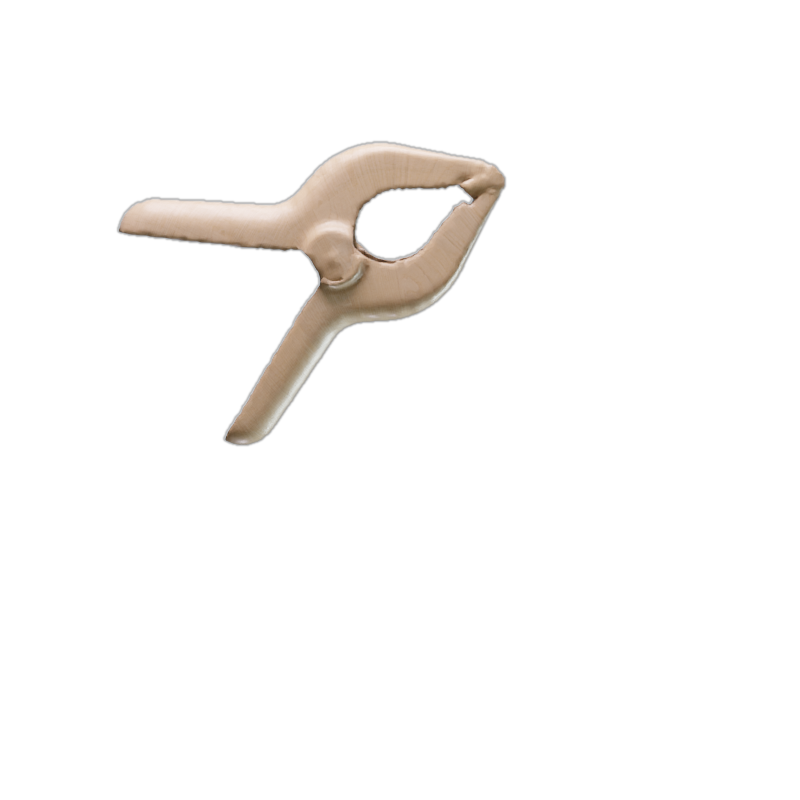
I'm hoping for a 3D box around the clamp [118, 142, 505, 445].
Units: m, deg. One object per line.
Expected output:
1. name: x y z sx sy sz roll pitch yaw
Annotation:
1. clamp: -0.039 -0.071 0.497 0.171 0.118 0.040 -35 8 5
